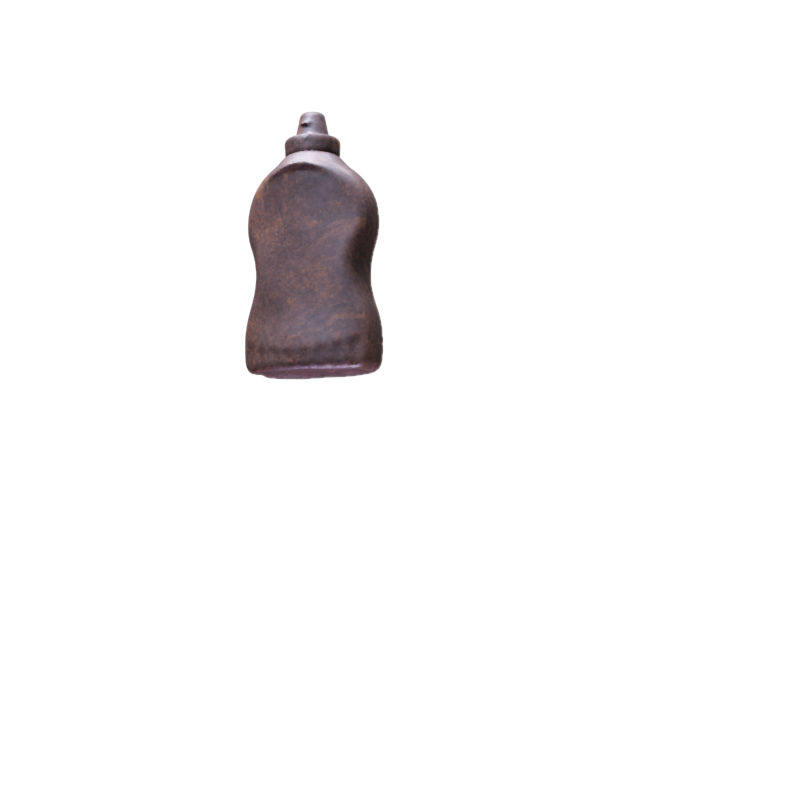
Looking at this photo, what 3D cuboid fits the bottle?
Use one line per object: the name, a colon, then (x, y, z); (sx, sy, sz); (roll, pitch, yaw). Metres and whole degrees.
bottle: (-0.063, -0.114, 0.796); (0.098, 0.198, 0.055); (-6, -14, 24)
